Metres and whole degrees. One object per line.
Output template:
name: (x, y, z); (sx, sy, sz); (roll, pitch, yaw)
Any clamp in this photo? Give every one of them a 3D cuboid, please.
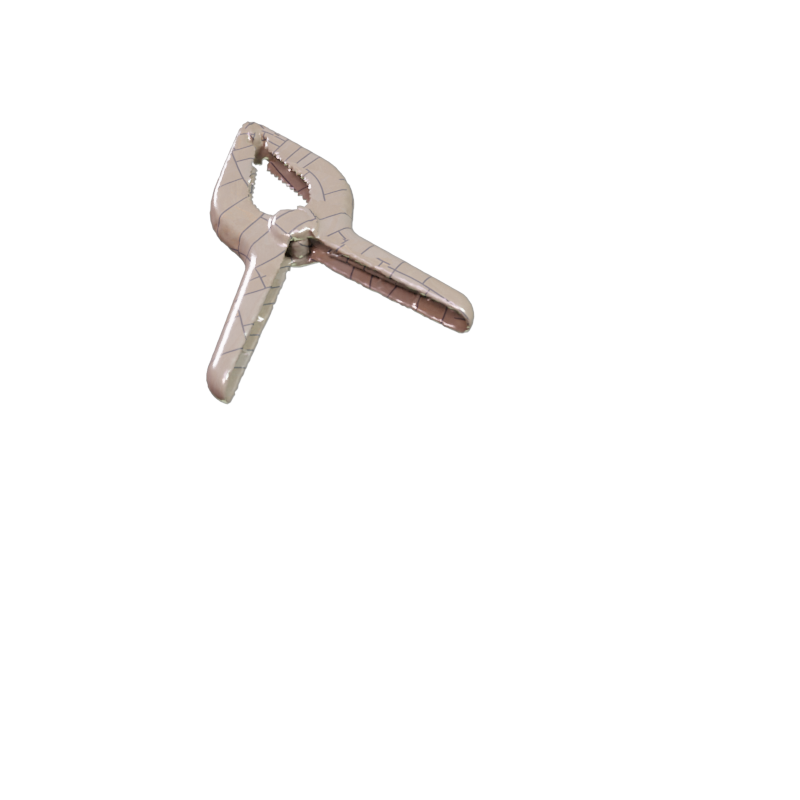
clamp: (-0.055, -0.101, 0.707); (0.163, 0.227, 0.034); (-11, -37, -8)
